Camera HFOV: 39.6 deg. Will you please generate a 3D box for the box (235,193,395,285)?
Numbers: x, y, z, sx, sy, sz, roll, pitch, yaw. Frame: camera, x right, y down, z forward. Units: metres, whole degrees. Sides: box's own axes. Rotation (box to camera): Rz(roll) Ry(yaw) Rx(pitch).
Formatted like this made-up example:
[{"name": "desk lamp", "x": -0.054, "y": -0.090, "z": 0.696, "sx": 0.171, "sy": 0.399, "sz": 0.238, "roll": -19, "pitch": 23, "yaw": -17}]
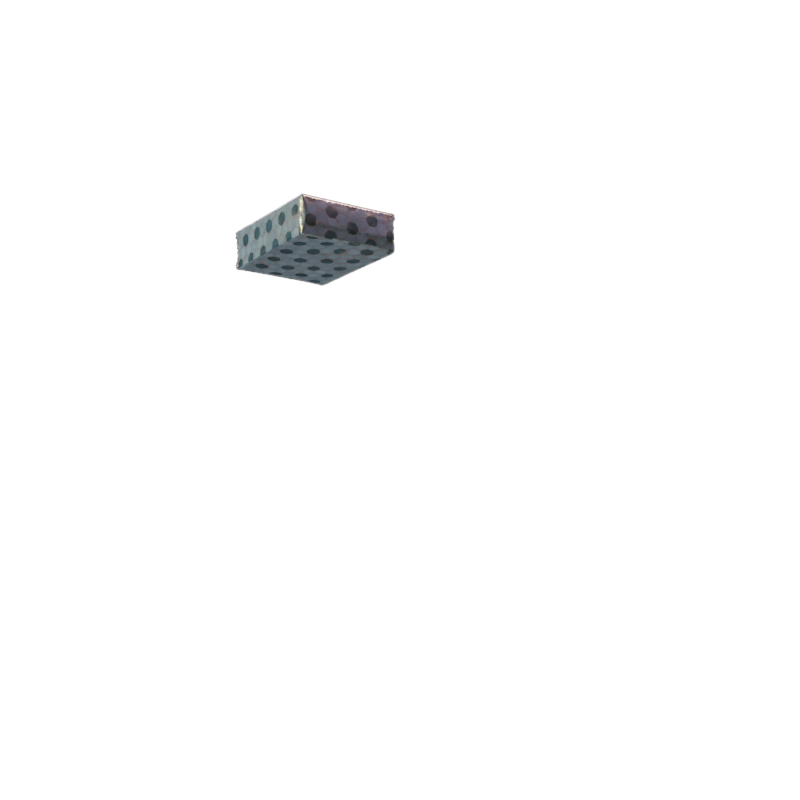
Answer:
[{"name": "box", "x": -0.072, "y": -0.131, "z": 0.916, "sx": 0.086, "sy": 0.040, "sz": 0.114, "roll": 10, "pitch": -17, "yaw": -33}]
